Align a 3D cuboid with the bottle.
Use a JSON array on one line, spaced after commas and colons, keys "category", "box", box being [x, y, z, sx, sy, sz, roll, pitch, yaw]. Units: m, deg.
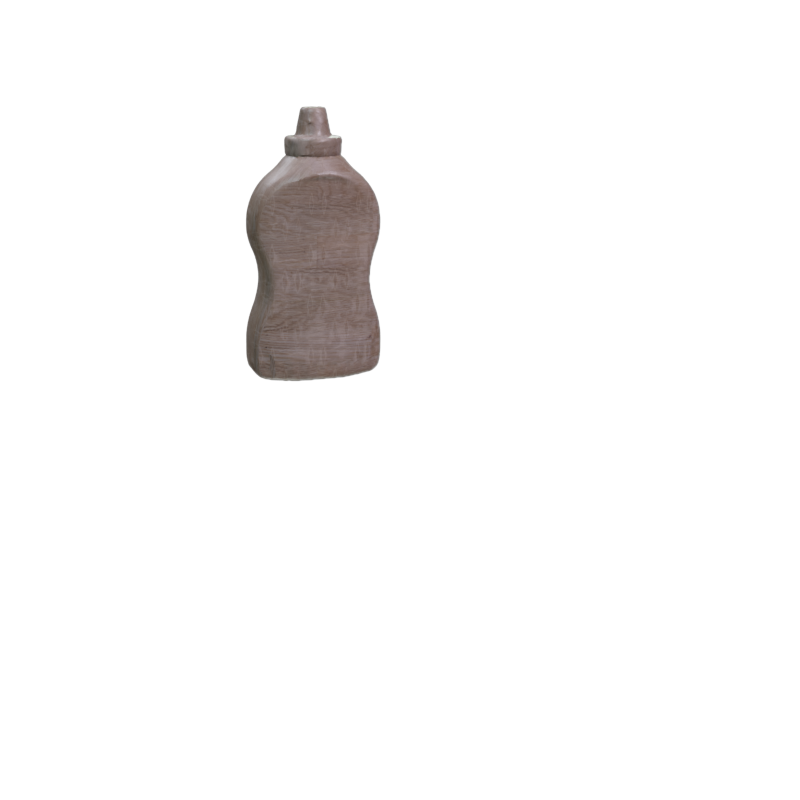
[{"category": "bottle", "box": [-0.062, -0.113, 0.794, 0.094, 0.187, 0.061, -3, 11, -16]}]
